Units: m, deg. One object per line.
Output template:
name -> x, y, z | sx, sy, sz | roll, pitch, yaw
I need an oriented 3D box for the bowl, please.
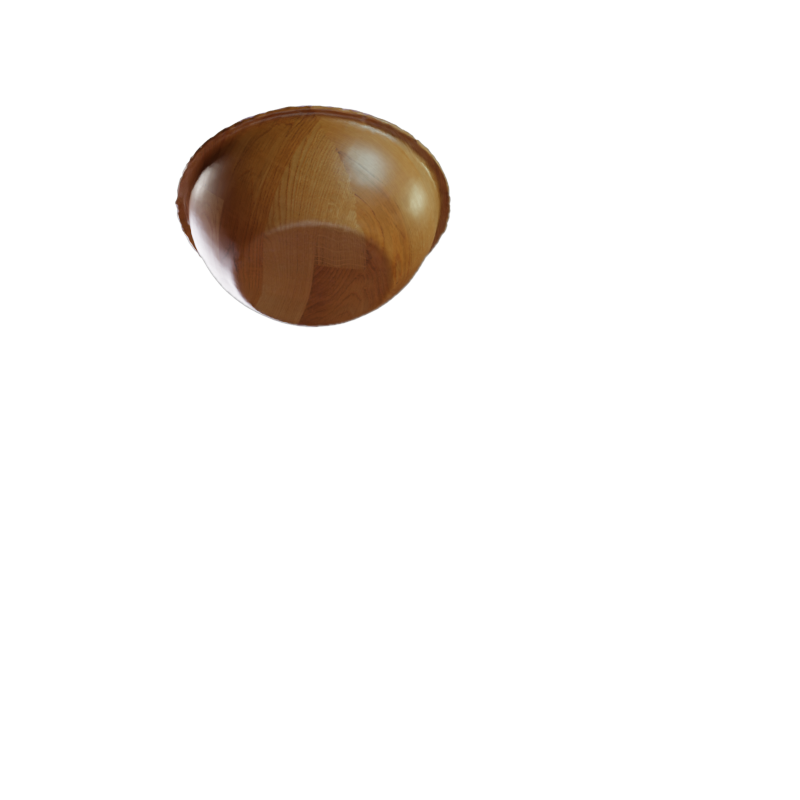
bowl -> -0.050, -0.091, 0.637 | 0.162, 0.059, 0.151 | 1, -38, -2
